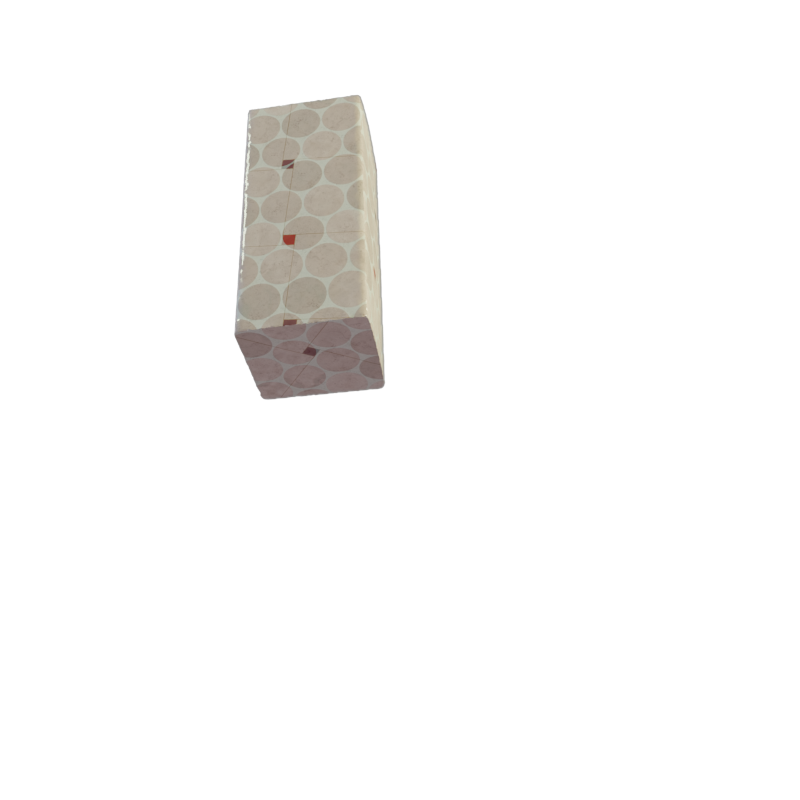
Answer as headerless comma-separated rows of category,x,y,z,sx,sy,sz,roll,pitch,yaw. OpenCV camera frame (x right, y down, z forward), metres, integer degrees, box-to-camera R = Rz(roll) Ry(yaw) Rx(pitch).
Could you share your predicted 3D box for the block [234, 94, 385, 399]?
block,-0.063,-0.115,0.809,0.091,0.221,0.083,-7,-36,6
